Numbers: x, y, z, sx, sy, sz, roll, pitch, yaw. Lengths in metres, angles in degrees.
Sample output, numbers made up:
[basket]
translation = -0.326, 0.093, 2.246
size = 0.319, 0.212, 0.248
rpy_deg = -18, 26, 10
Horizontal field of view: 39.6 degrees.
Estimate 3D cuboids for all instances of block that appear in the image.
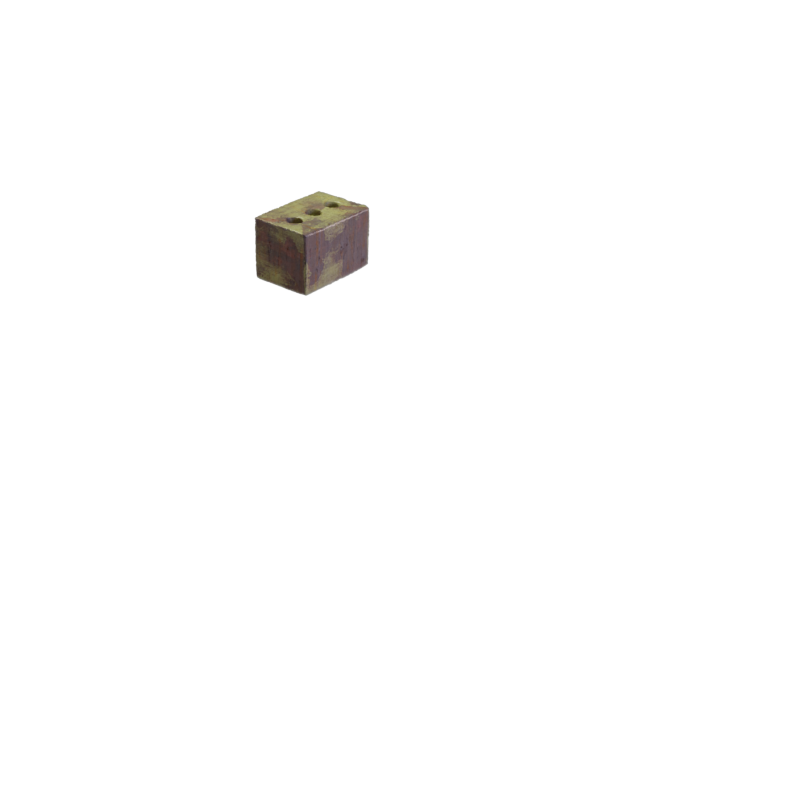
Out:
[block]
translation = -0.067, -0.122, 0.853
size = 0.056, 0.048, 0.078
rpy_deg = 20, 34, 32
